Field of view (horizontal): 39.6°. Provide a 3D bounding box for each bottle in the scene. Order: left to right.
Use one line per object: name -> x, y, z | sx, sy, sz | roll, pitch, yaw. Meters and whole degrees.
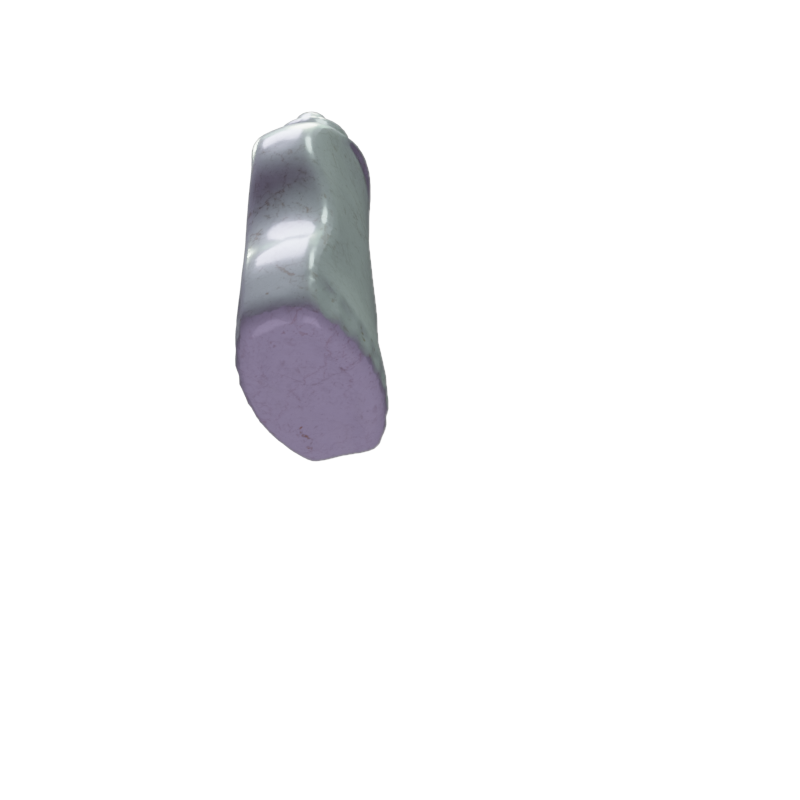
bottle -> -0.041, -0.075, 0.523 | 0.059, 0.206, 0.089 | -15, -45, 11
